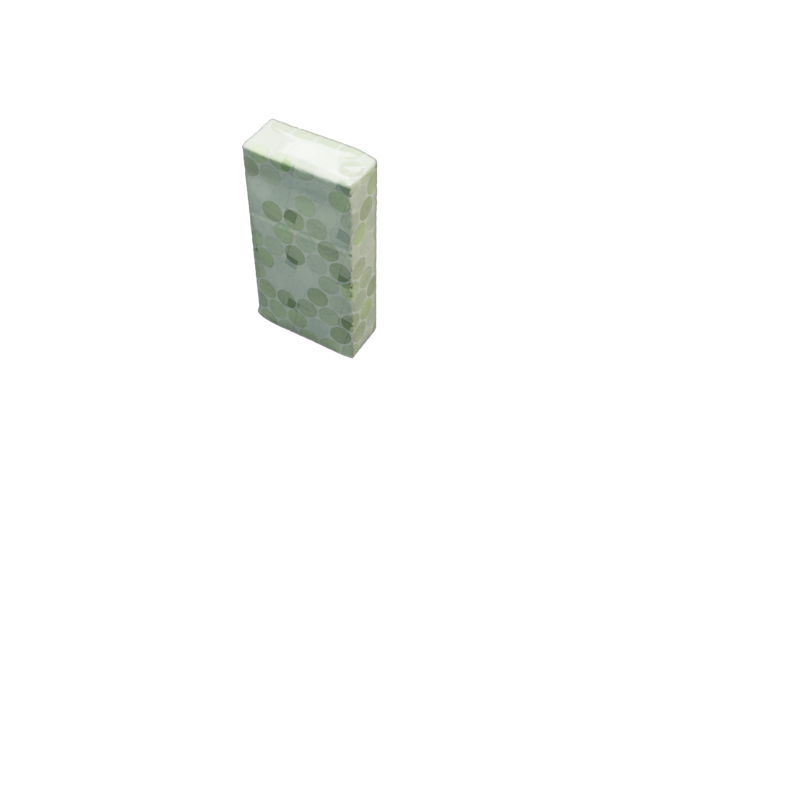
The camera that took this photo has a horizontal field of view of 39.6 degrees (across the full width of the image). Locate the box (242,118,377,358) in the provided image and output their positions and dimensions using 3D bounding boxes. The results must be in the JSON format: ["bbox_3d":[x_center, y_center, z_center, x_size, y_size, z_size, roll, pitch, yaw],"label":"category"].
[{"bbox_3d":[-0.065,-0.119,0.833,0.098,0.164,0.049,26,49,21],"label":"box"}]
